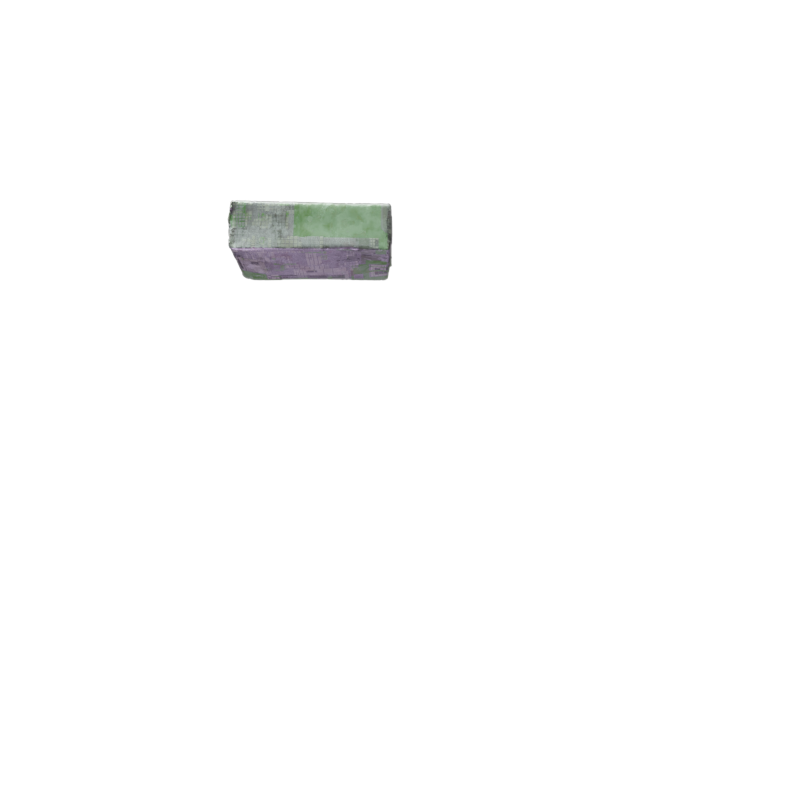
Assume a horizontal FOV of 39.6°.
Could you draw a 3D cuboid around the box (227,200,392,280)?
[{"bbox_3d":[-0.062,-0.113,0.792,0.114,0.040,0.087,0,-9,1],"label":"box"}]
